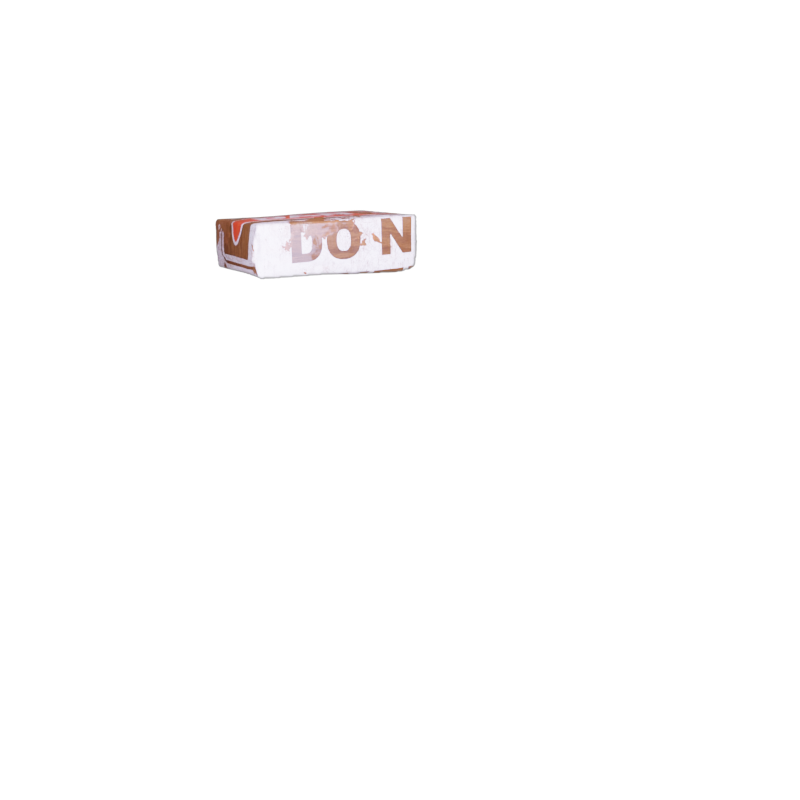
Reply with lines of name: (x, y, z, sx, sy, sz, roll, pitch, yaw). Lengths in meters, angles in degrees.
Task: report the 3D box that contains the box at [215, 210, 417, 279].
box: (-0.058, -0.106, 0.740, 0.111, 0.038, 0.094, -5, 13, -23)
